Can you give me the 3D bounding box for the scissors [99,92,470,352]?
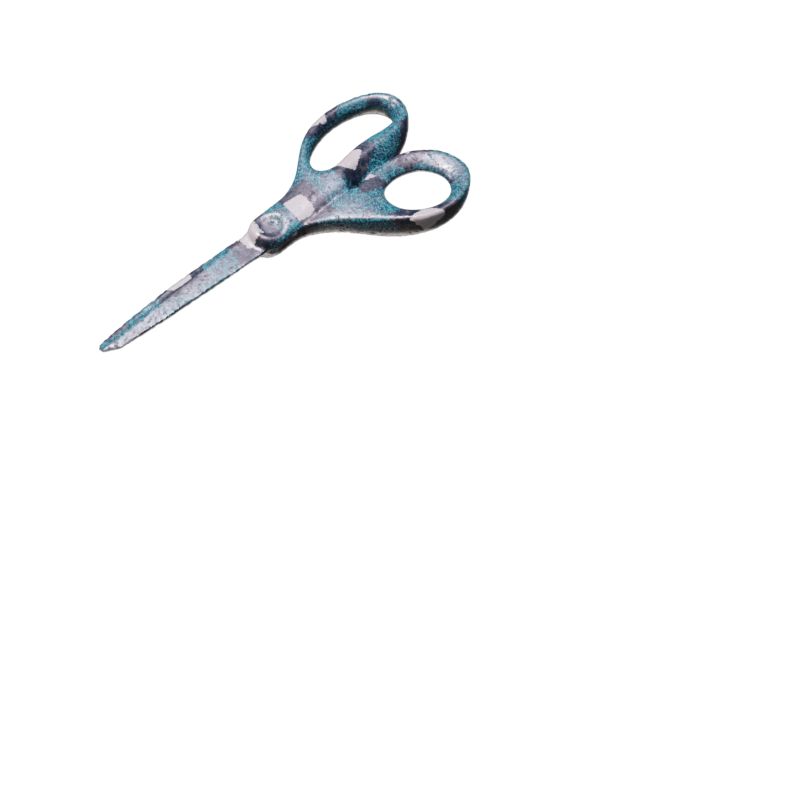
[{"bbox_3d":[-0.041,-0.074,0.519,0.100,0.208,0.015,24,-33,17],"label":"scissors"}]
